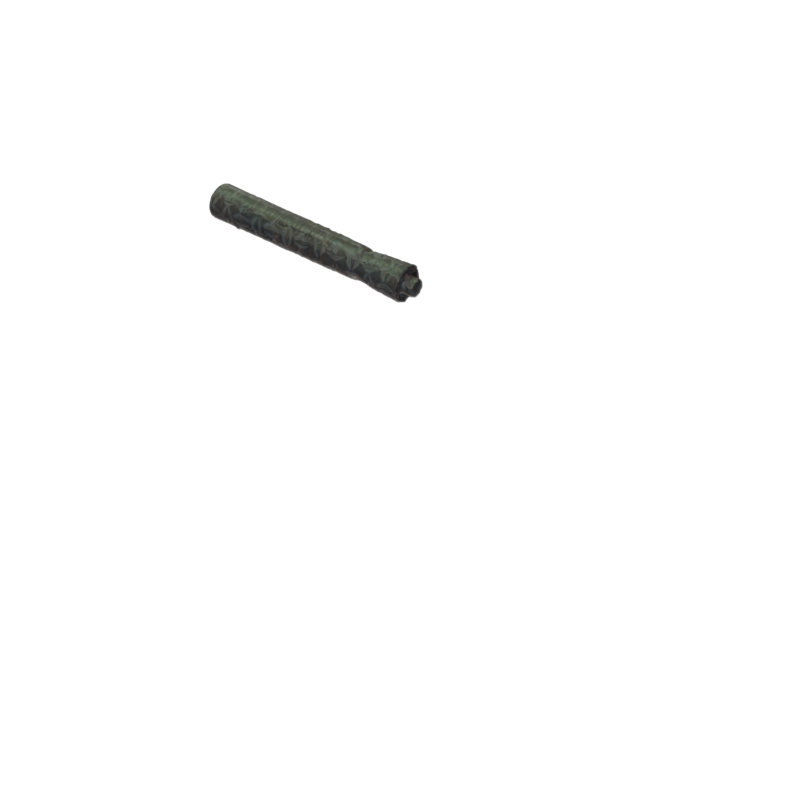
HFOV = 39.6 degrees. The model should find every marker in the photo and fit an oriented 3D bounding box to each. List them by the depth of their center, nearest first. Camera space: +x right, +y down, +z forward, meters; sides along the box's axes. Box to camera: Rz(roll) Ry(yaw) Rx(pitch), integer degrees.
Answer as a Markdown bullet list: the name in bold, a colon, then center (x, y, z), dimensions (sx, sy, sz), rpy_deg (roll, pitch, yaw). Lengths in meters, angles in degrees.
- **marker**: center (-0.042, -0.076, 0.531), dimensions (0.128, 0.019, 0.019), rpy_deg (28, 17, 30)
